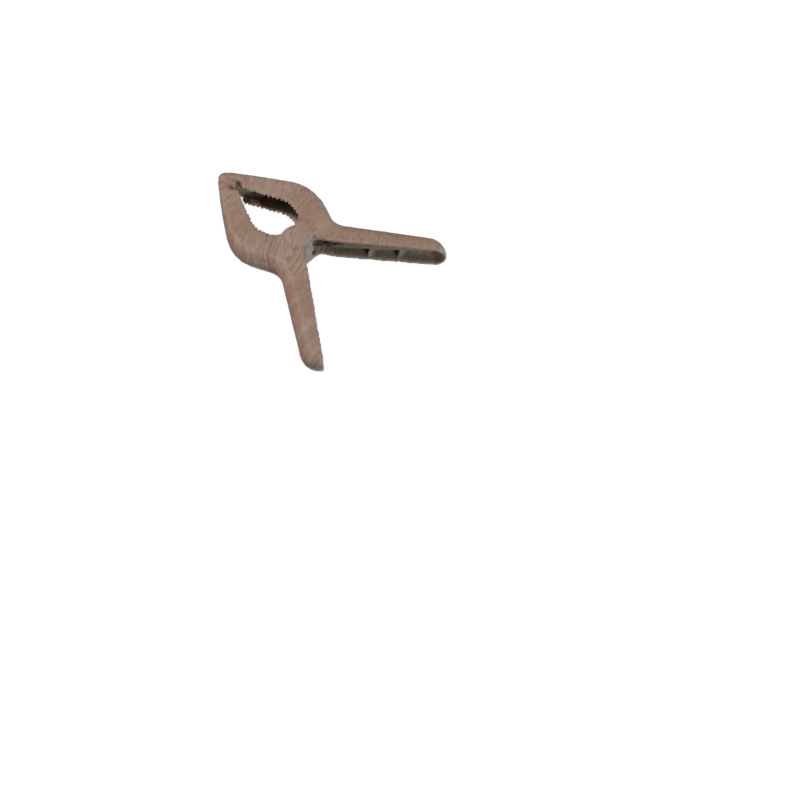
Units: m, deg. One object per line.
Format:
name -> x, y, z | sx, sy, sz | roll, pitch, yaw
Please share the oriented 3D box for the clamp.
clamp -> -0.076, -0.139, 0.970 | 0.165, 0.224, 0.034 | -34, -28, -21
